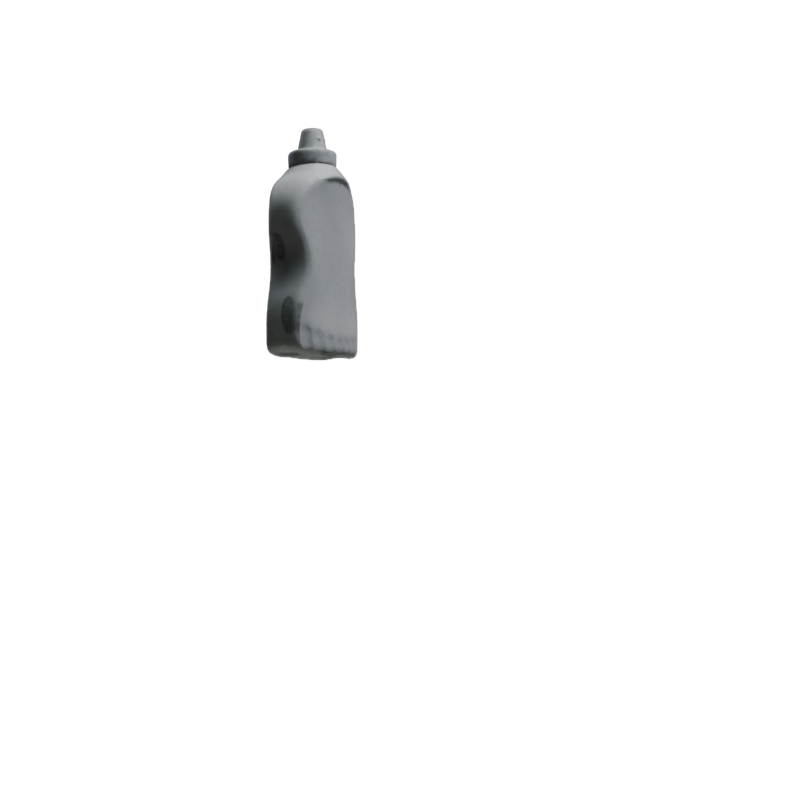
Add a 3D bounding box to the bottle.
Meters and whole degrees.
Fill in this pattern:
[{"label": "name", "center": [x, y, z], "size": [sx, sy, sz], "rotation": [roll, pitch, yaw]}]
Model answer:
[{"label": "bottle", "center": [-0.072, -0.131, 0.920], "size": [0.060, 0.196, 0.091], "rotation": [-6, -10, 31]}]
